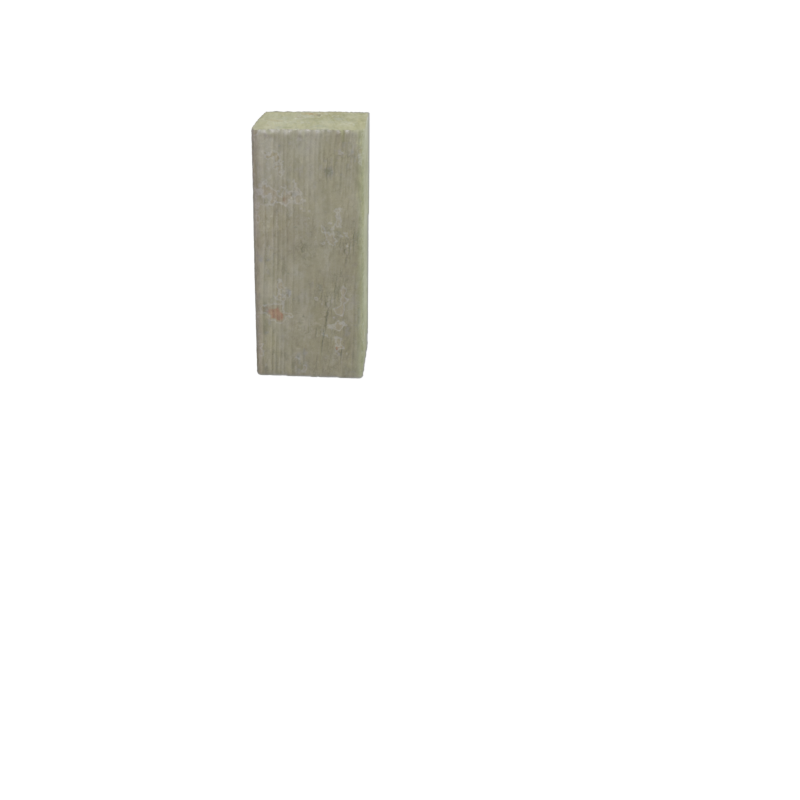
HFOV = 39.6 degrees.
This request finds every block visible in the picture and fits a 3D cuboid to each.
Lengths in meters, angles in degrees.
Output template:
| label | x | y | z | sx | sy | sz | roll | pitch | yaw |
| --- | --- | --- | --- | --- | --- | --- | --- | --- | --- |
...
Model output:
| label | x | y | z | sx | sy | sz | roll | pitch | yaw |
| --- | --- | --- | --- | --- | --- | --- | --- | --- | --- |
| block | -0.073 | -0.132 | 0.923 | 0.091 | 0.198 | 0.093 | 2 | 18 | 3 |
